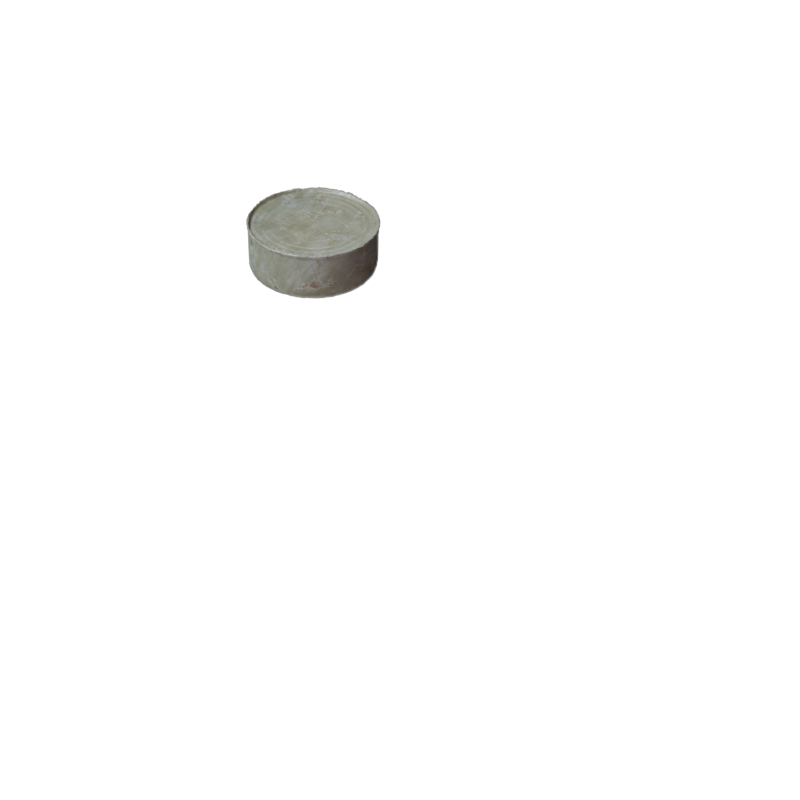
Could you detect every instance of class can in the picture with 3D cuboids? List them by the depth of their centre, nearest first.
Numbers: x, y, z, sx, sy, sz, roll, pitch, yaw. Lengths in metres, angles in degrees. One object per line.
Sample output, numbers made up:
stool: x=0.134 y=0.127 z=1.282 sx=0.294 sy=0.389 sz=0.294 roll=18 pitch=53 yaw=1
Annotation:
can: x=-0.056 y=-0.102 z=0.717 sx=0.086 sy=0.031 sz=0.092 roll=-1 pitch=37 yaw=-2
